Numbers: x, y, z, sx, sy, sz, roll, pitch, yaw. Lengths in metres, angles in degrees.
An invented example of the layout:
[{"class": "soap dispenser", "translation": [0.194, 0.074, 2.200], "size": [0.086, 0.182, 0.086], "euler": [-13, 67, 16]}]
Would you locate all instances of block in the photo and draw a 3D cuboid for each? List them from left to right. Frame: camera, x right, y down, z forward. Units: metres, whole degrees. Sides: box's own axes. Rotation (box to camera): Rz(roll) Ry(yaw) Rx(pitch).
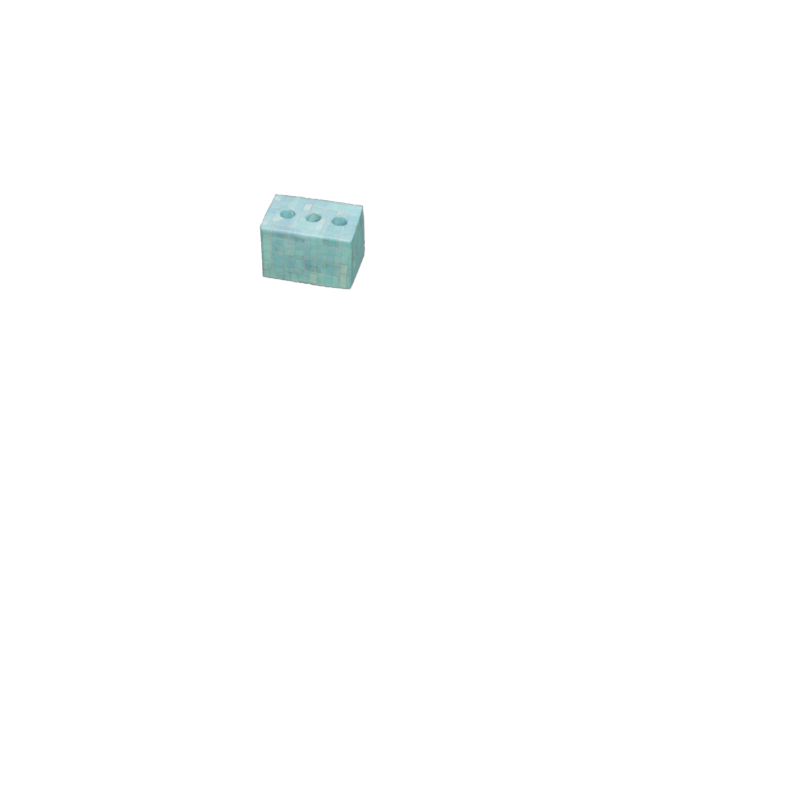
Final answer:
[{"class": "block", "translation": [-0.072, -0.130, 0.913], "size": [0.079, 0.048, 0.056], "euler": [9, 40, 9]}]
